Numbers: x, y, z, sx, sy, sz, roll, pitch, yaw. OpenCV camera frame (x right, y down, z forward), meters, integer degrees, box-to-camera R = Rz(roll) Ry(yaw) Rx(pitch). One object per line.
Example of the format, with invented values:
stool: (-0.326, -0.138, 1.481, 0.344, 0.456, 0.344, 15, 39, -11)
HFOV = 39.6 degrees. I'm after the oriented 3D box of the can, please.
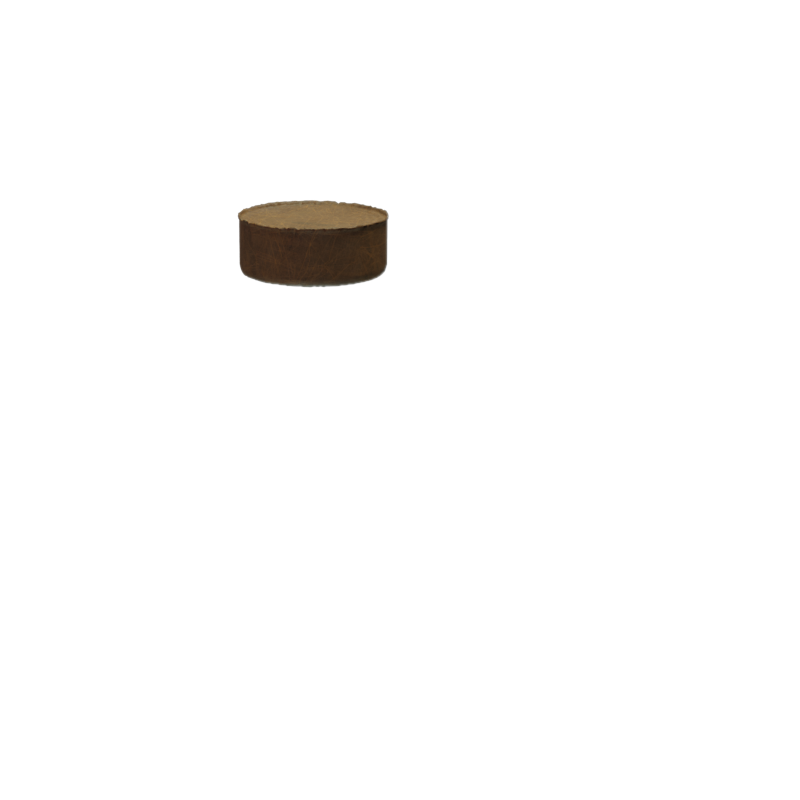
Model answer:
can: (-0.049, -0.090, 0.631, 0.086, 0.032, 0.089, -1, 19, -2)
